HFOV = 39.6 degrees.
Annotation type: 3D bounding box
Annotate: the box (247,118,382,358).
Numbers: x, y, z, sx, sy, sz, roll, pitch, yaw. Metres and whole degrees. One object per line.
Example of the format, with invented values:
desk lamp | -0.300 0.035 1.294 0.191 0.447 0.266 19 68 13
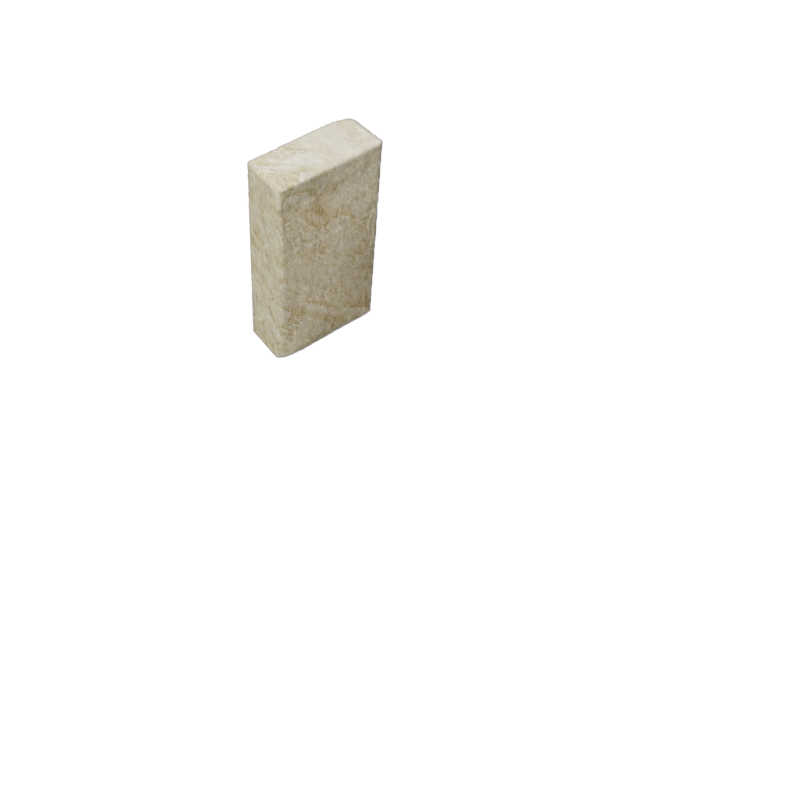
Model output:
box | -0.064 -0.118 0.823 0.093 0.164 0.051 -29 54 -28
